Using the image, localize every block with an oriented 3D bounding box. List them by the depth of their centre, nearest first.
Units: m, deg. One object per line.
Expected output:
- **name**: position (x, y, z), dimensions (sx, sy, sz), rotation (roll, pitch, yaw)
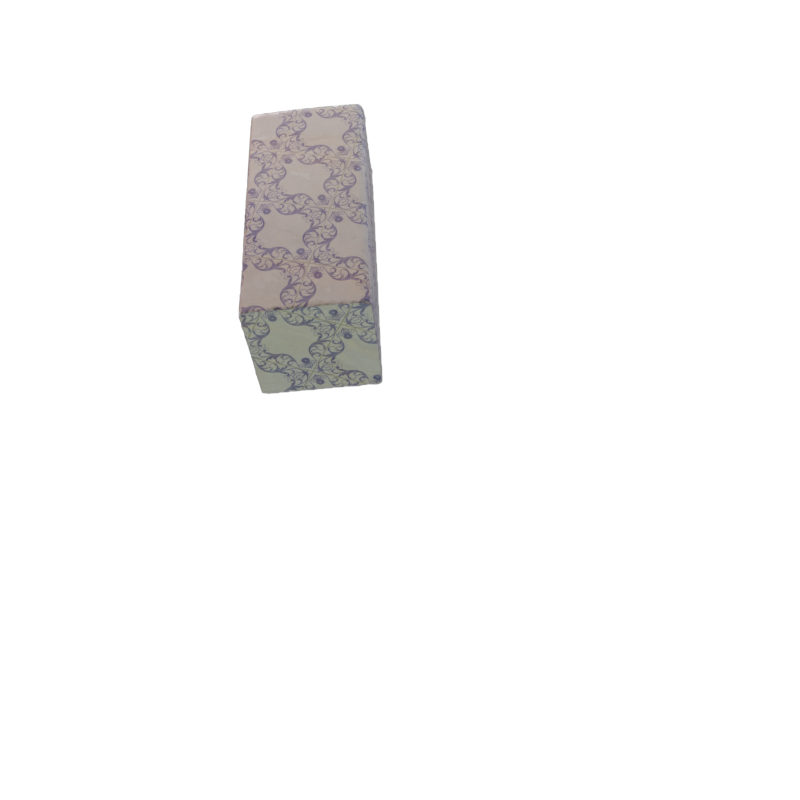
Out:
- **block**: position (-0.064, -0.118, 0.825), dimensions (0.090, 0.221, 0.084), rotation (-6, -41, 3)
